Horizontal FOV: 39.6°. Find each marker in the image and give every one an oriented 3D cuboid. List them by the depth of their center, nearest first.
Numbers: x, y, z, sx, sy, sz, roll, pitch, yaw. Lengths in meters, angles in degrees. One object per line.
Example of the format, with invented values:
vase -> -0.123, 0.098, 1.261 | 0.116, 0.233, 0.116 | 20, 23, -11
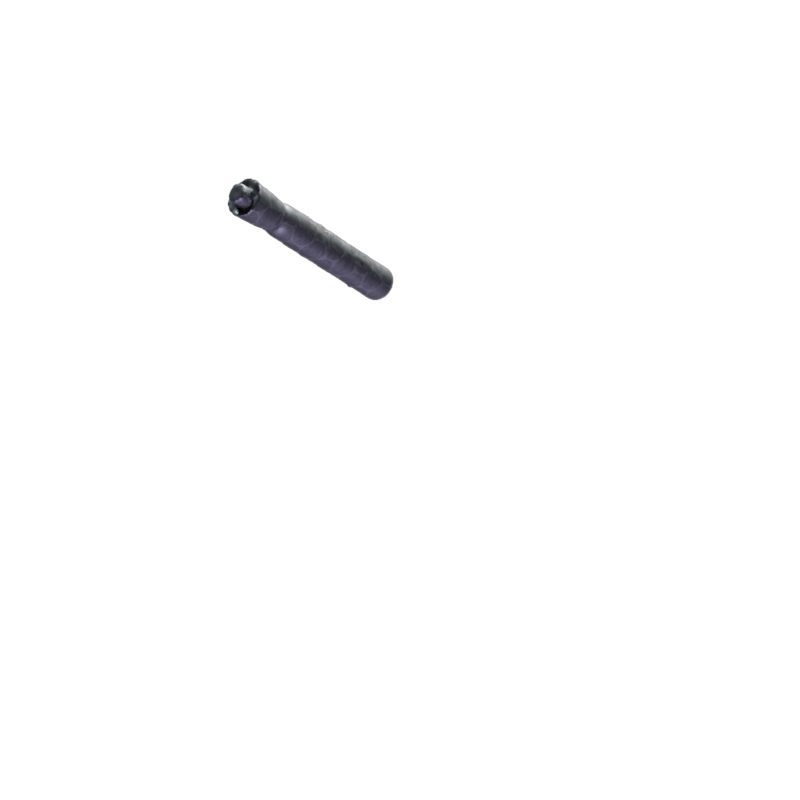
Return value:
marker -> -0.042, -0.077, 0.539 | 0.020, 0.020, 0.113 | 3, -15, 36
